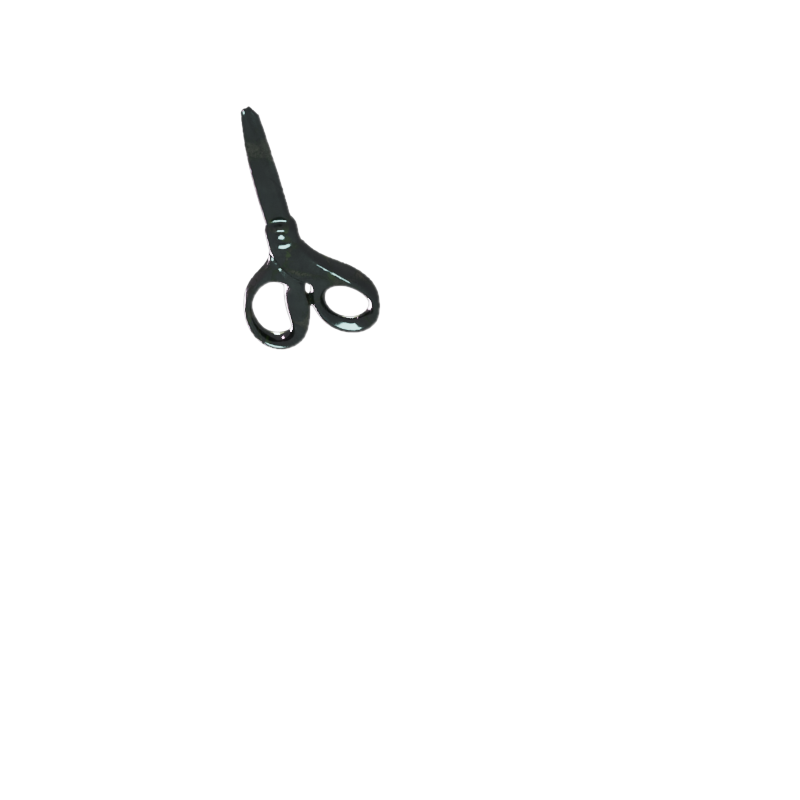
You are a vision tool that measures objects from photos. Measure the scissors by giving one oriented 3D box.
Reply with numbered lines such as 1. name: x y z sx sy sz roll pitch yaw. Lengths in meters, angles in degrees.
1. scissors: -0.052 -0.095 0.663 0.095 0.017 0.190 5 -38 -7
